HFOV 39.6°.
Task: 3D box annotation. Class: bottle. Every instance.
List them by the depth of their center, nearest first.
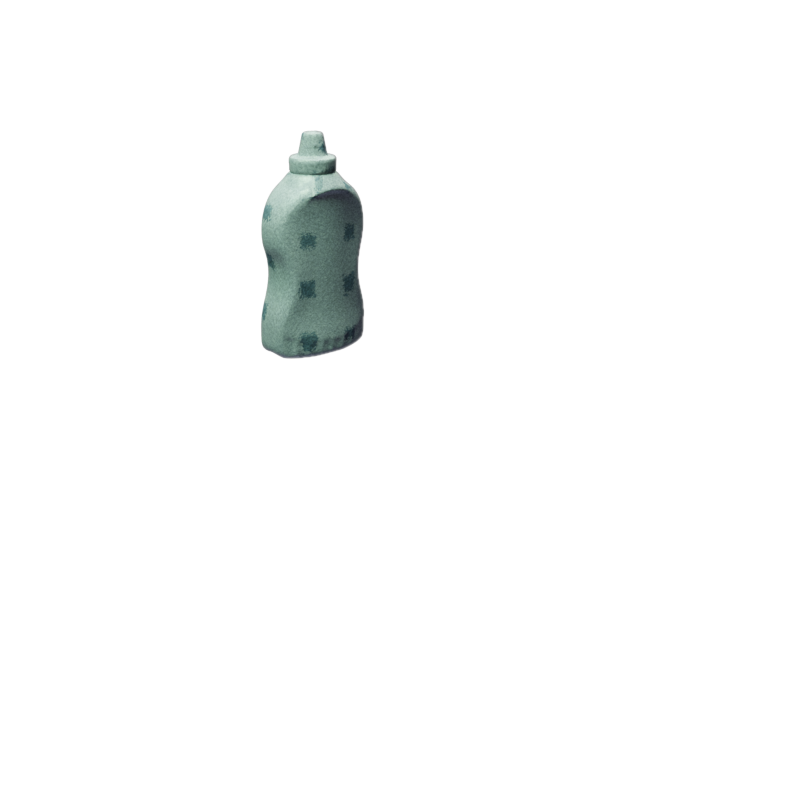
[{"bbox_3d":[-0.076,-0.138,0.963,0.094,0.185,0.062,-12,20,-36],"label":"bottle"}]
